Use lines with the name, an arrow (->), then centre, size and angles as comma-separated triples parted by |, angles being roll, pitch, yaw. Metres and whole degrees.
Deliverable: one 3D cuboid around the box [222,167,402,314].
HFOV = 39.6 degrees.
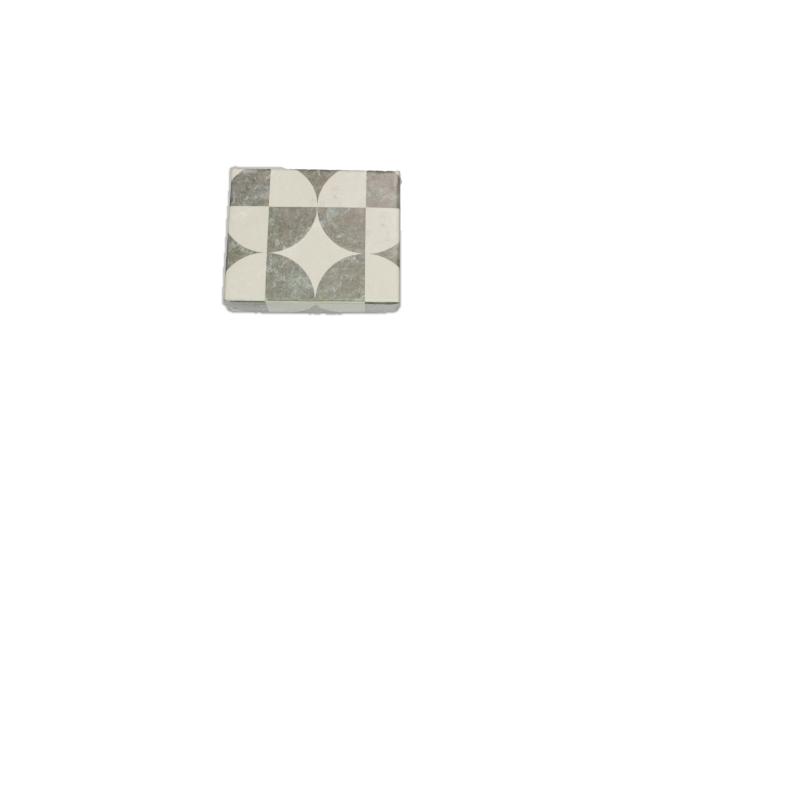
box -> -0.056, -0.102, 0.716 | 0.113, 0.093, 0.037 | 1, -16, 0
